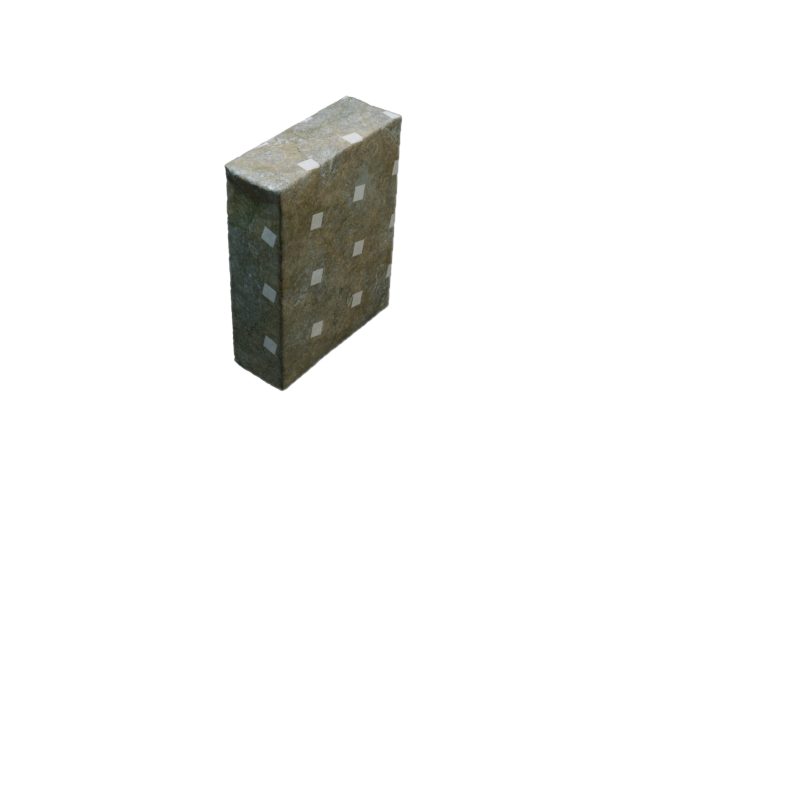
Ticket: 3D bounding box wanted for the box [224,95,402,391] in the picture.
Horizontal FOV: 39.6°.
[{"bbox_3d":[-0.077,-0.141,0.986,0.076,0.200,0.166,26,44,26],"label":"box"}]
